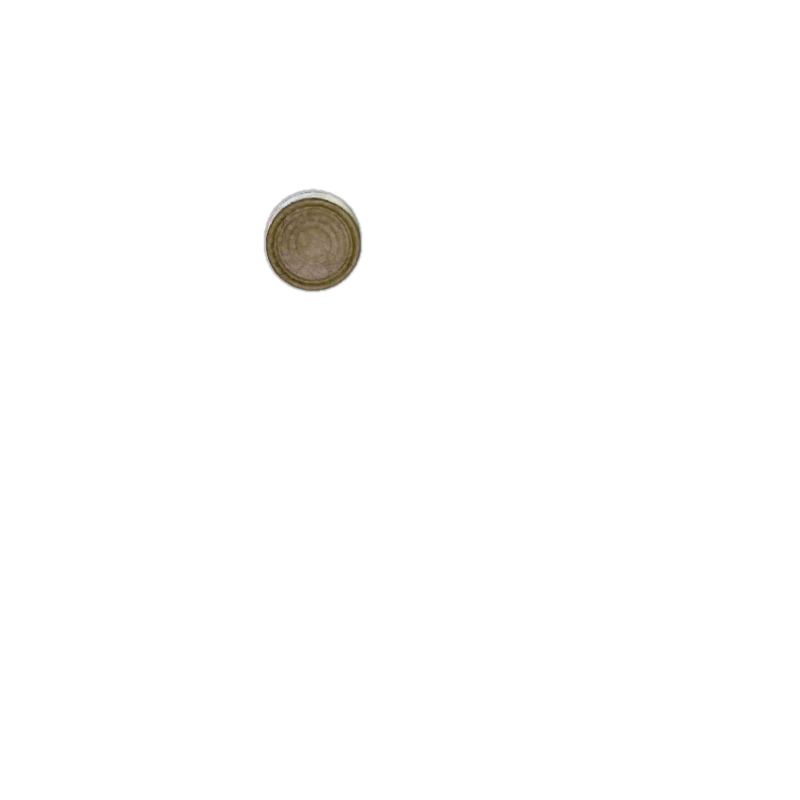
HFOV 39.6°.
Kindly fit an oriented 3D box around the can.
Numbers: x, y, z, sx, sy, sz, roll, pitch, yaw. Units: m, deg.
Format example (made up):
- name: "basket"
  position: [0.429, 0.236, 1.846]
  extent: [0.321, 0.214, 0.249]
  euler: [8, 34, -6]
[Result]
- name: "can"
  position: [-0.077, -0.140, 0.977]
  extent: [0.086, 0.083, 0.035]
  euler: [0, 13, -1]
